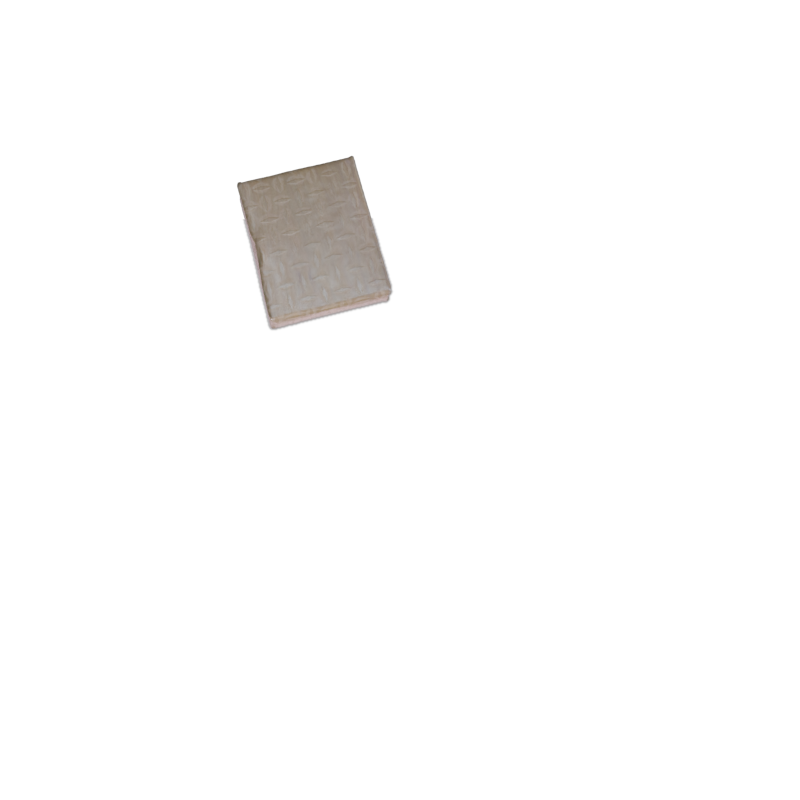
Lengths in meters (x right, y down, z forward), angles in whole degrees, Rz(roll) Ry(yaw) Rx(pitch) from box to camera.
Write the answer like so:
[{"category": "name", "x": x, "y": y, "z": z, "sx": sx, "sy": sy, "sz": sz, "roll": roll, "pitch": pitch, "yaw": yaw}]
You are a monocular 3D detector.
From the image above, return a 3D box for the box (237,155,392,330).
[{"category": "box", "x": -0.052, "y": -0.094, "z": 0.658, "sx": 0.073, "sy": 0.093, "sz": 0.029, "roll": -14, "pitch": -15, "yaw": -4}]
